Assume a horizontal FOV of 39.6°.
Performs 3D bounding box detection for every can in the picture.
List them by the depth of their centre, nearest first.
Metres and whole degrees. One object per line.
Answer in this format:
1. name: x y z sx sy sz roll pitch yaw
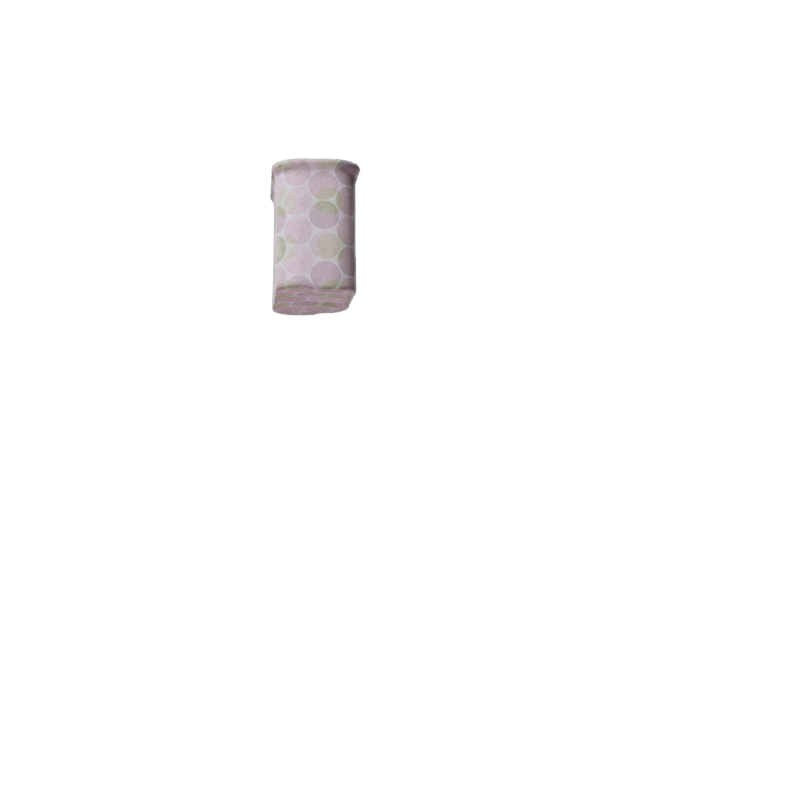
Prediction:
1. can: -0.058 -0.105 0.738 0.057 0.086 0.100 1 -9 -7
